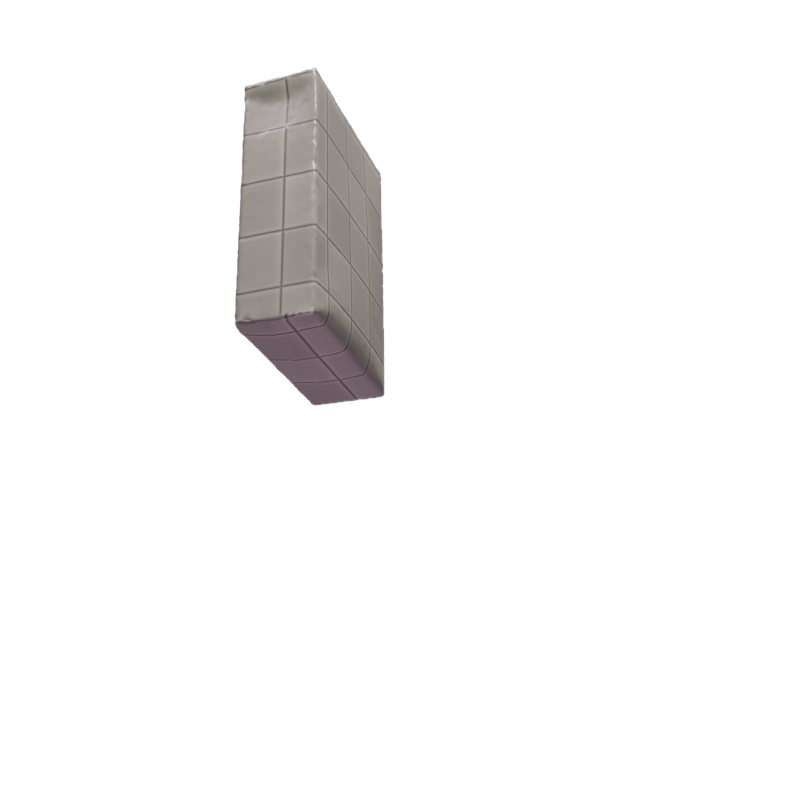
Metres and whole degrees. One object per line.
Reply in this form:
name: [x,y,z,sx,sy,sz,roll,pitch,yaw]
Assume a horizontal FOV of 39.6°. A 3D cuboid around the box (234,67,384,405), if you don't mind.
box: [-0.069,-0.125,0.876,0.073,0.227,0.152,-10,-28,15]
